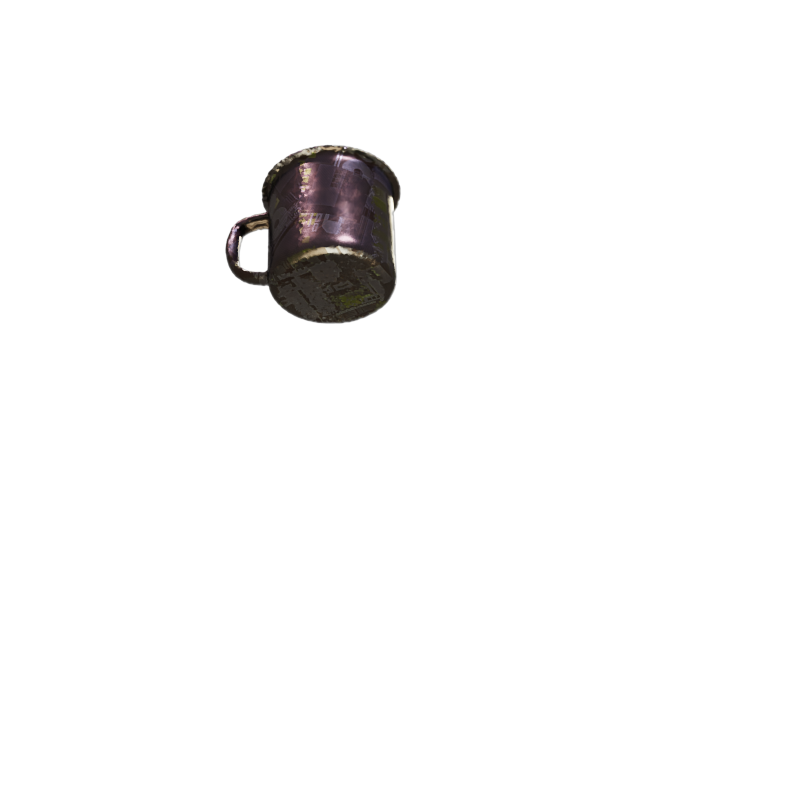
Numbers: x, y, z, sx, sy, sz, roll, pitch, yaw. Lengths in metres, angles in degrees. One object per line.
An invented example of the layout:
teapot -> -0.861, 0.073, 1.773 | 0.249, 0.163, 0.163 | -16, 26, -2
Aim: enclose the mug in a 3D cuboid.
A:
mug -> -0.056, -0.102, 0.717 | 0.118, 0.087, 0.086 | -6, -36, 6
